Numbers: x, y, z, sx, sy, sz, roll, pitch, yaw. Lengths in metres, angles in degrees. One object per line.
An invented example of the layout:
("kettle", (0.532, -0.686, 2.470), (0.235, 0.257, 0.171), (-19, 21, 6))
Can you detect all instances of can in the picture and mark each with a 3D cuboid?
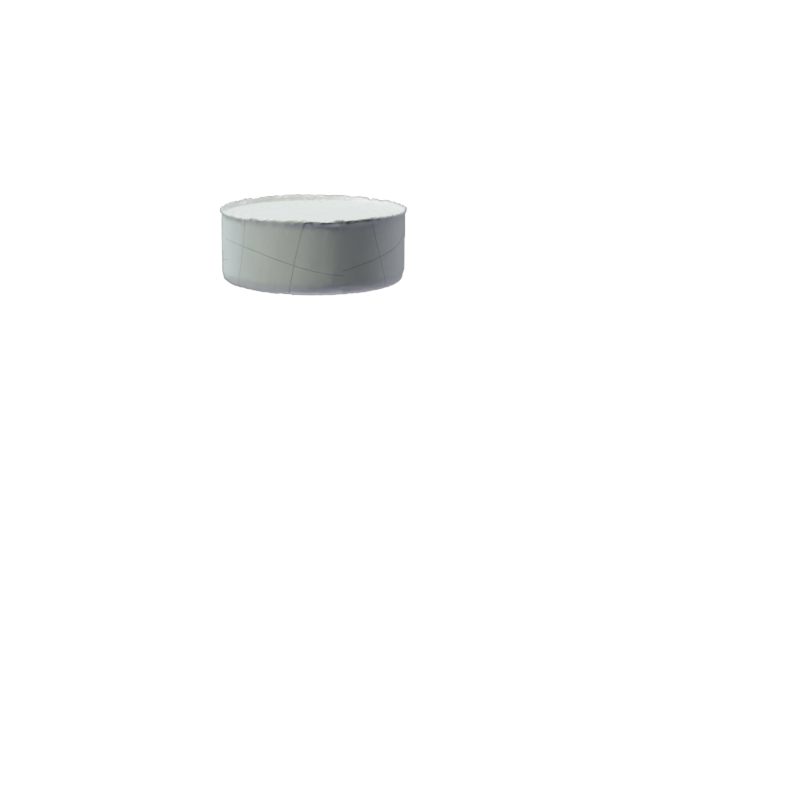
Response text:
("can", (-0.040, -0.073, 0.512), (0.086, 0.033, 0.089), (-1, 17, -2))
